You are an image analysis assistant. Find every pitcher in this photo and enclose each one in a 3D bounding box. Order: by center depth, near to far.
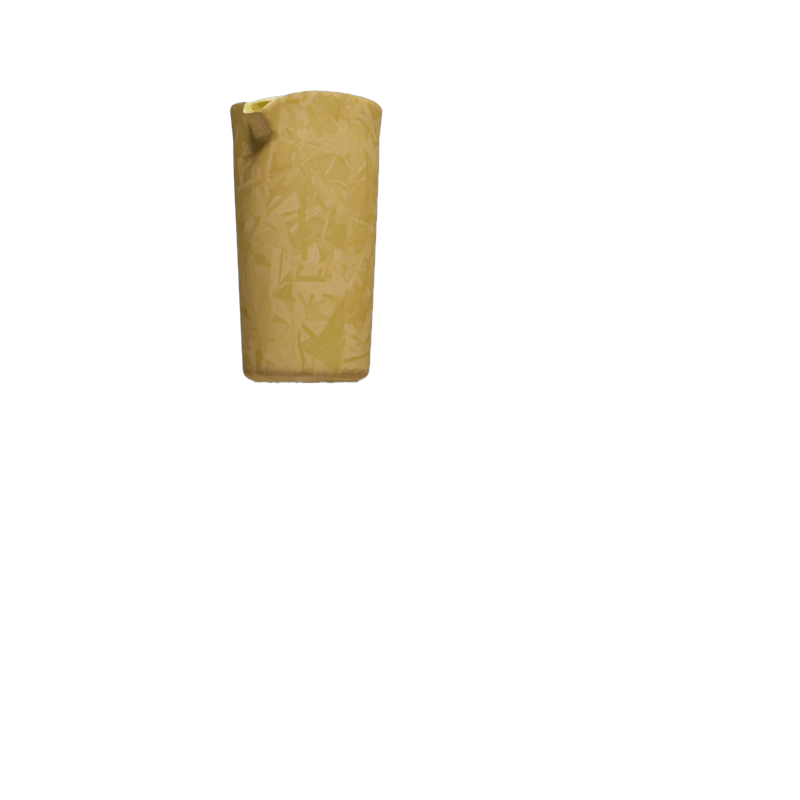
[{"bbox_3d":[-0.075,-0.137,0.962,0.146,0.247,0.146,1,-6,-17],"label":"pitcher"}]
